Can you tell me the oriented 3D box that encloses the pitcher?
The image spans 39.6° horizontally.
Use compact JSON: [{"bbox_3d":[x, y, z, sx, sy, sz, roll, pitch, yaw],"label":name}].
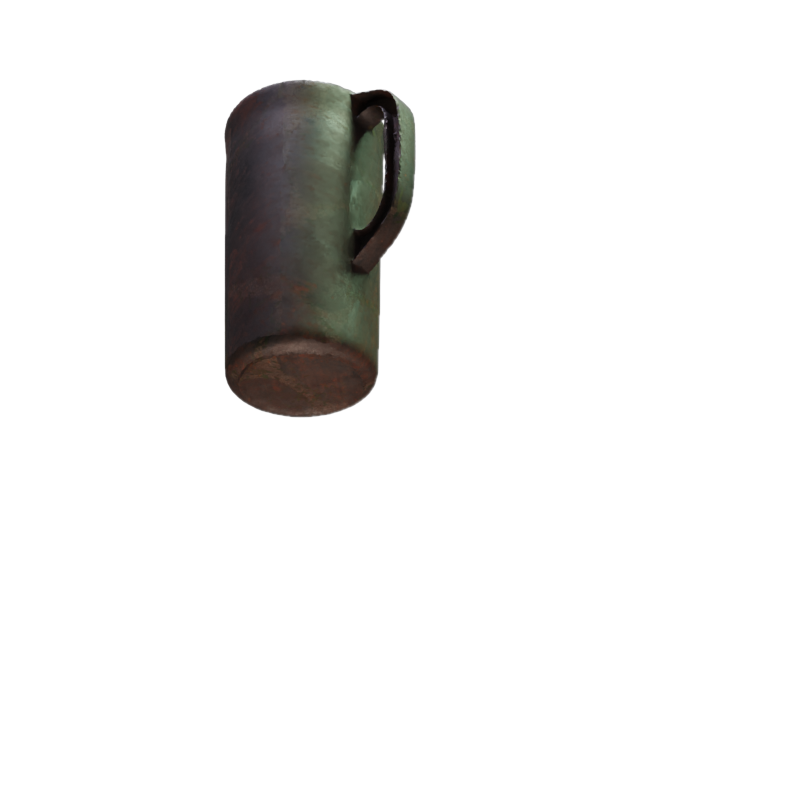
[{"bbox_3d":[-0.066,-0.120,0.837,0.144,0.260,0.140,2,-34,-6],"label":"pitcher"}]
